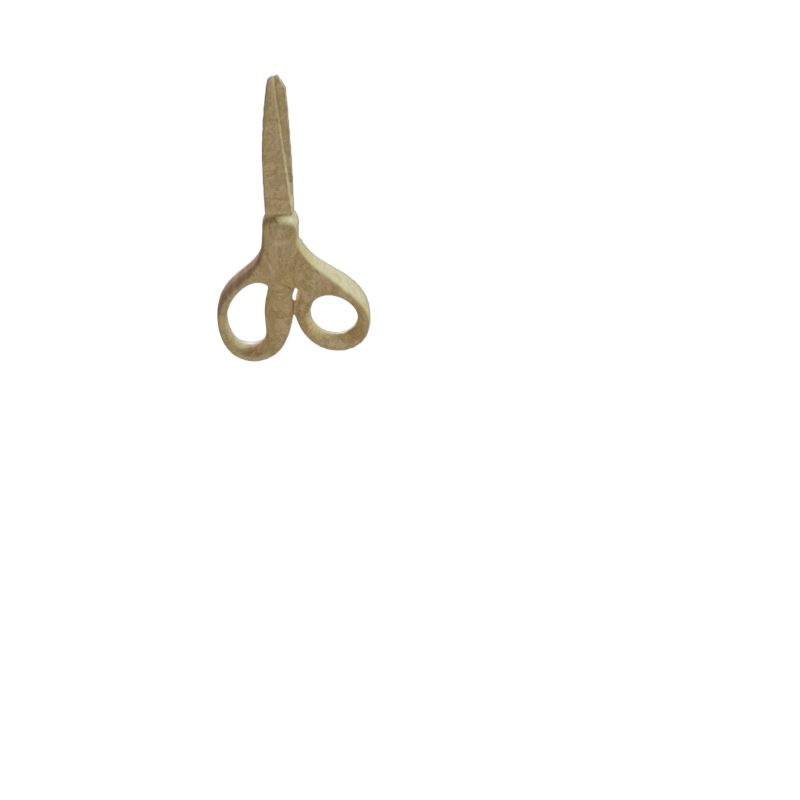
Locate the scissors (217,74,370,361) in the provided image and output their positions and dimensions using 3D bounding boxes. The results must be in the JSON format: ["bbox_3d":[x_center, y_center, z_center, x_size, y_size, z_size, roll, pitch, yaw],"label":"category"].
[{"bbox_3d":[-0.046,-0.084,0.589,0.094,0.017,0.192,12,-41,-14],"label":"scissors"}]
